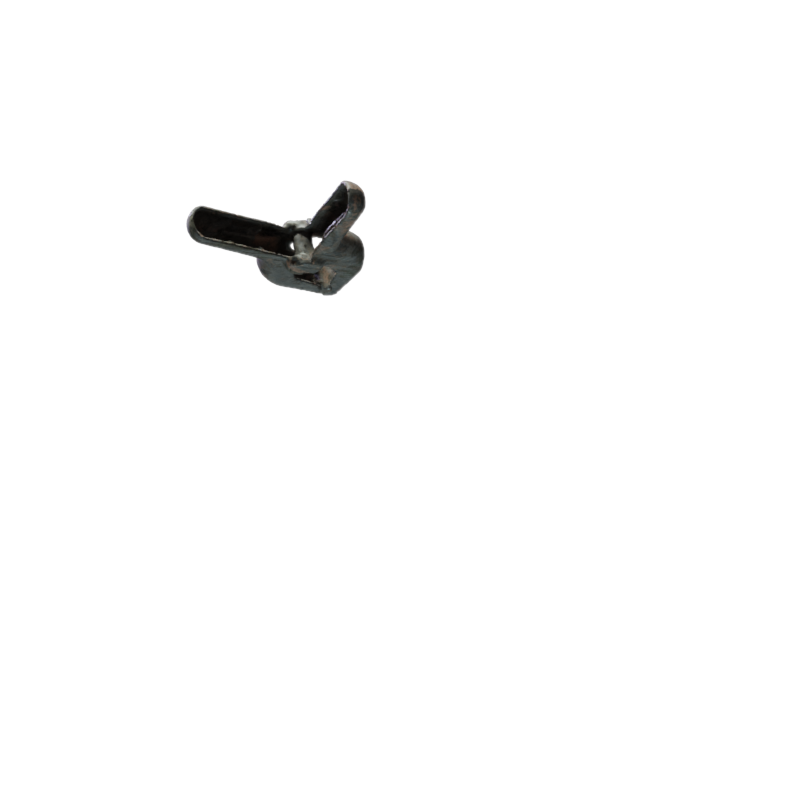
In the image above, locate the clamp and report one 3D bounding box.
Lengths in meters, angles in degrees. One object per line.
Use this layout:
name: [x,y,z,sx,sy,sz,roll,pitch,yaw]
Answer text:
clamp: [-0.062,-0.112,0.786,0.123,0.040,0.163,-3,-9,20]
